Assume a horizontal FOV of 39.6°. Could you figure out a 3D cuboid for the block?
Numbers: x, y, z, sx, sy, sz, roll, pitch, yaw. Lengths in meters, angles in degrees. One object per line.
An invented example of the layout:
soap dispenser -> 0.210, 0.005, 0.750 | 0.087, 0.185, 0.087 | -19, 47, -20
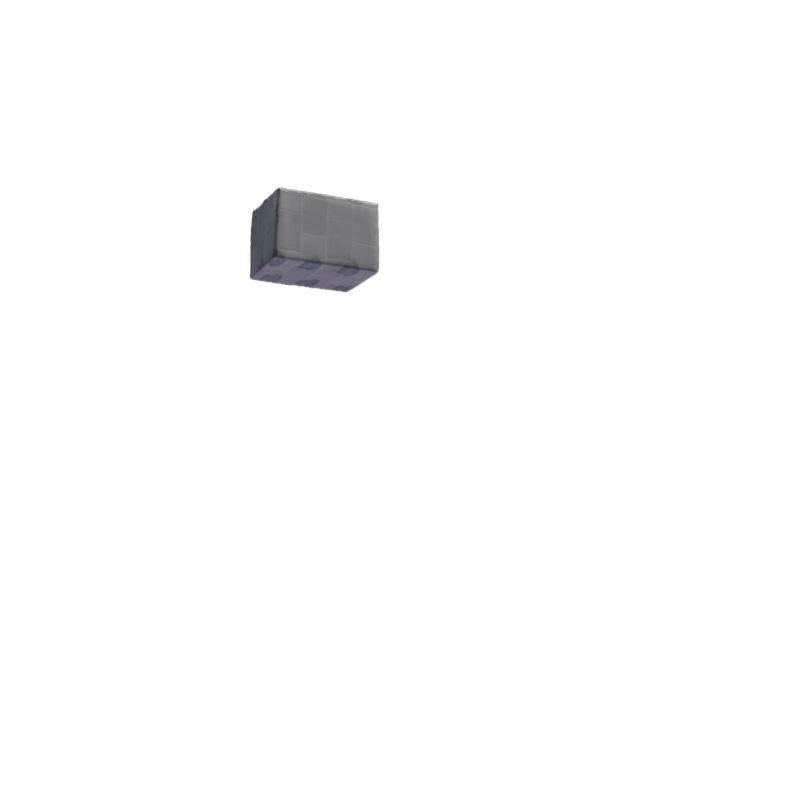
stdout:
block -> -0.060, -0.109, 0.767 | 0.075, 0.053, 0.052 | 6, -17, -24
